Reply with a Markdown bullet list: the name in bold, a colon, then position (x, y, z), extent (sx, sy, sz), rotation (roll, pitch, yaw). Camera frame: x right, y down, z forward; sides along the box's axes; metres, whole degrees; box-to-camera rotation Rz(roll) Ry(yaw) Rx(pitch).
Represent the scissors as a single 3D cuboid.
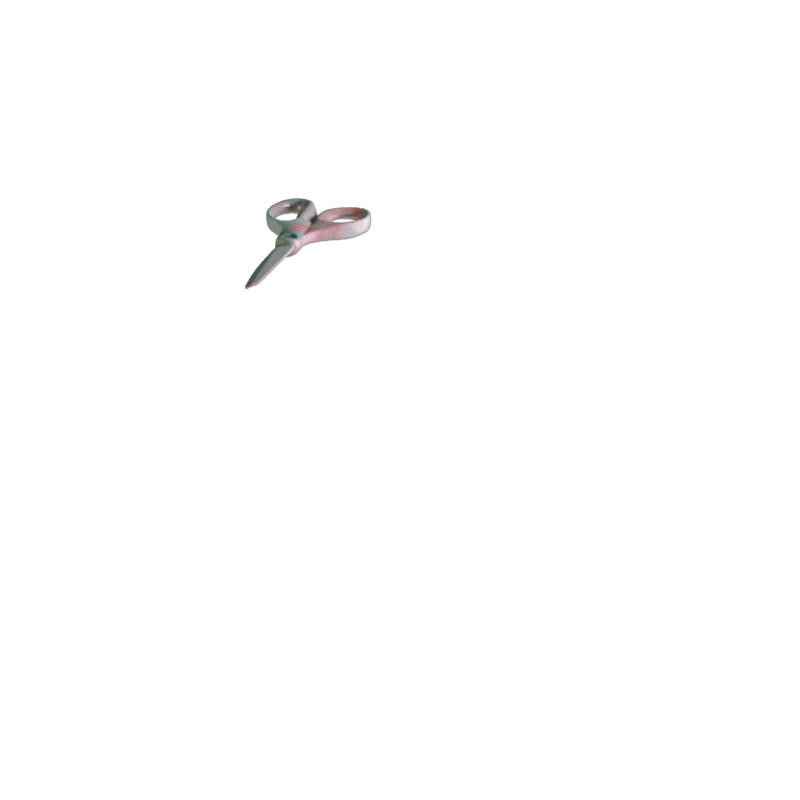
- **scissors**: position (-0.067, -0.123, 0.861), extent (0.096, 0.015, 0.212), rotation (-2, 26, -3)
